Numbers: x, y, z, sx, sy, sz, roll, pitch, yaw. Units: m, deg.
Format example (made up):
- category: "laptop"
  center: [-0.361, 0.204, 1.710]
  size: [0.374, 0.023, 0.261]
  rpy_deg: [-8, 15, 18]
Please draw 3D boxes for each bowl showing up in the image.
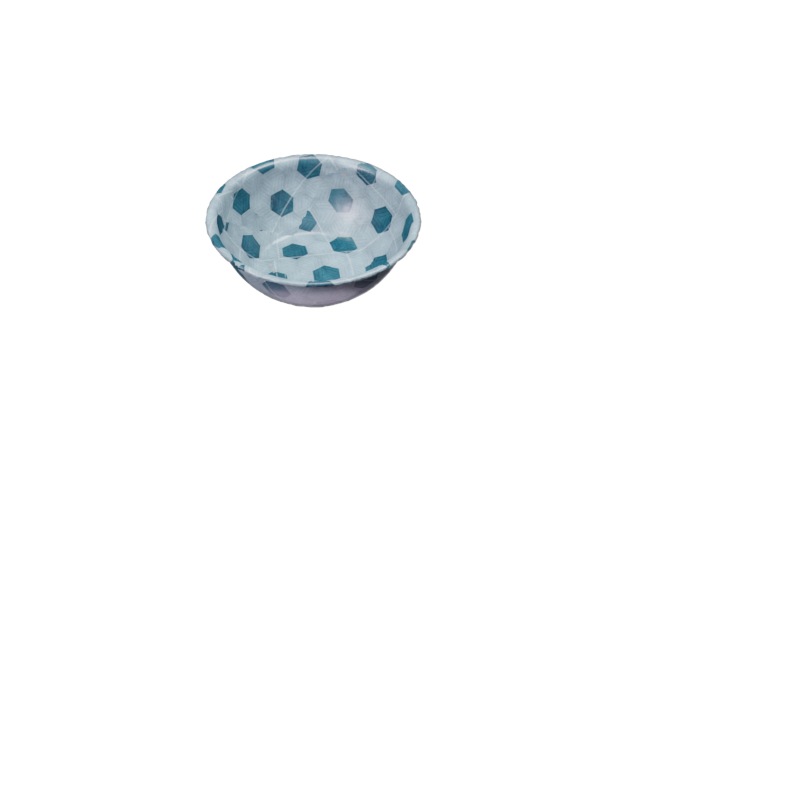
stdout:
- category: "bowl"
  center: [-0.066, -0.121, 0.847]
  size: [0.162, 0.051, 0.174]
  rpy_deg: [-1, 43, -1]
